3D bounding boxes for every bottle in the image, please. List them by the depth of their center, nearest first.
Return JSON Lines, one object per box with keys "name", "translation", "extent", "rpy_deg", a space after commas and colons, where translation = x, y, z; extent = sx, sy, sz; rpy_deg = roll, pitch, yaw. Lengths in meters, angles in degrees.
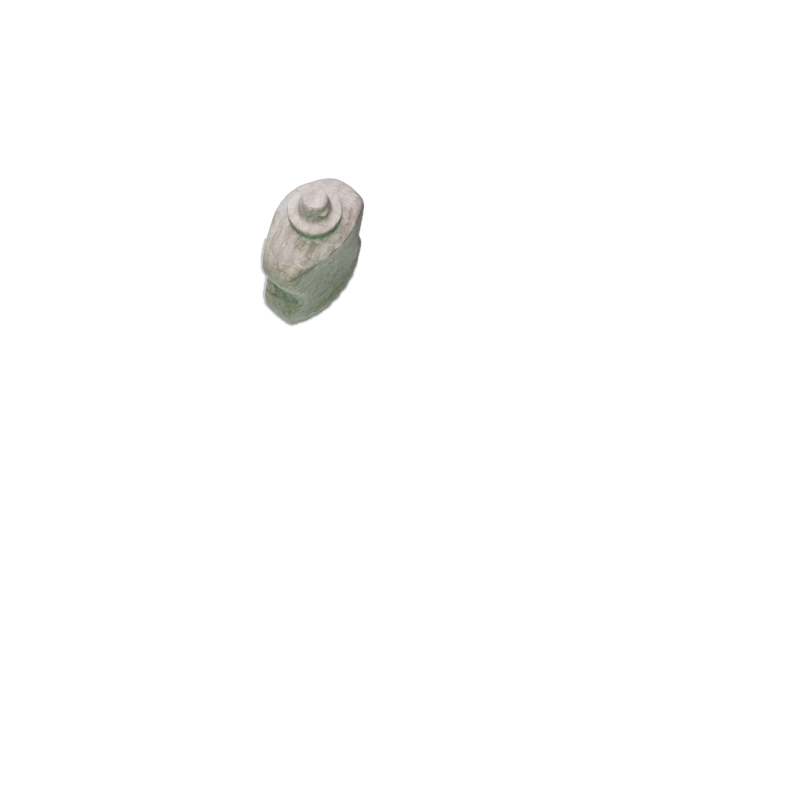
{"name": "bottle", "translation": [-0.069, -0.126, 0.883], "extent": [0.060, 0.097, 0.185], "rpy_deg": [42, -13, 6]}
